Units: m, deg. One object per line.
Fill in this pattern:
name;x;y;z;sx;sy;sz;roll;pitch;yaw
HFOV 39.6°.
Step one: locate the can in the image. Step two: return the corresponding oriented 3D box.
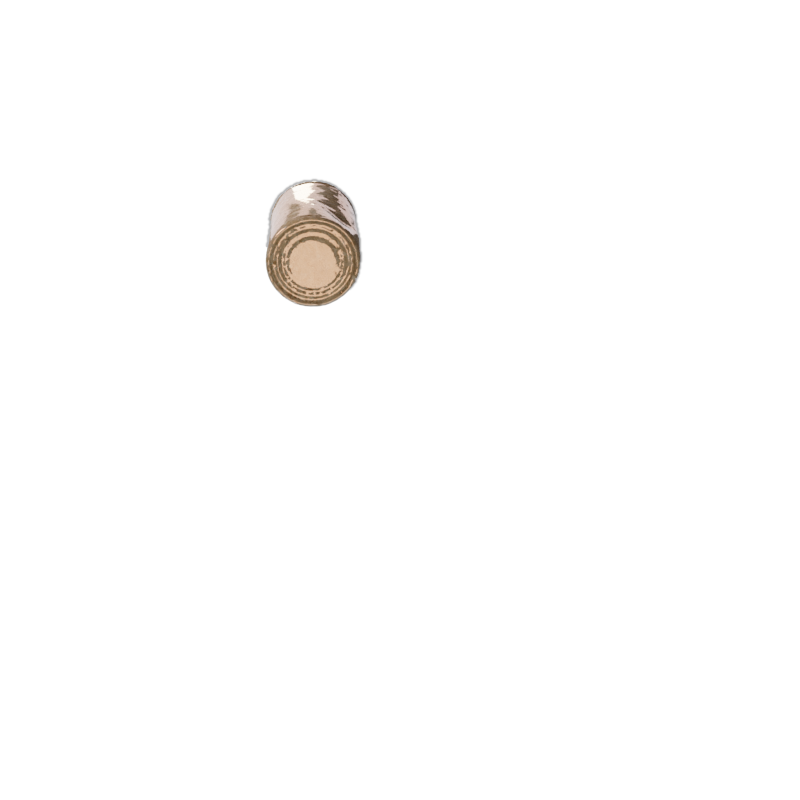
can;-0.064;-0.117;0.817;0.068;0.065;0.107;0;23;-3
